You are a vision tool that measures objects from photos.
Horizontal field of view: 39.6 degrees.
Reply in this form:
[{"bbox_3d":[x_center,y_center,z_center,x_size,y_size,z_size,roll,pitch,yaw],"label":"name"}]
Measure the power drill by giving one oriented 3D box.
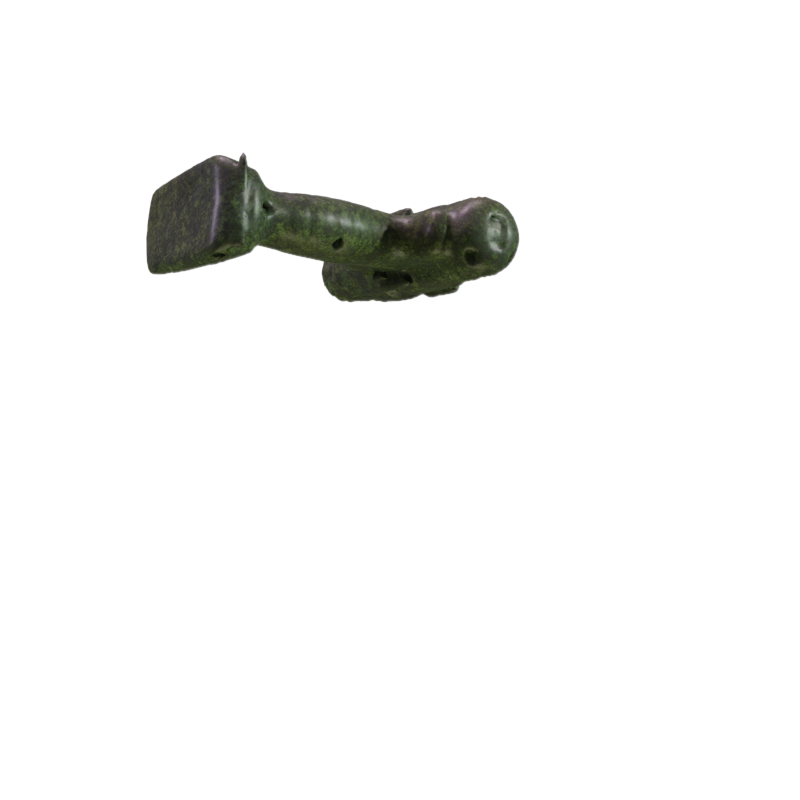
[{"bbox_3d":[-0.052,-0.095,0.665,0.180,0.059,0.188,3,-6,-31],"label":"power drill"}]
